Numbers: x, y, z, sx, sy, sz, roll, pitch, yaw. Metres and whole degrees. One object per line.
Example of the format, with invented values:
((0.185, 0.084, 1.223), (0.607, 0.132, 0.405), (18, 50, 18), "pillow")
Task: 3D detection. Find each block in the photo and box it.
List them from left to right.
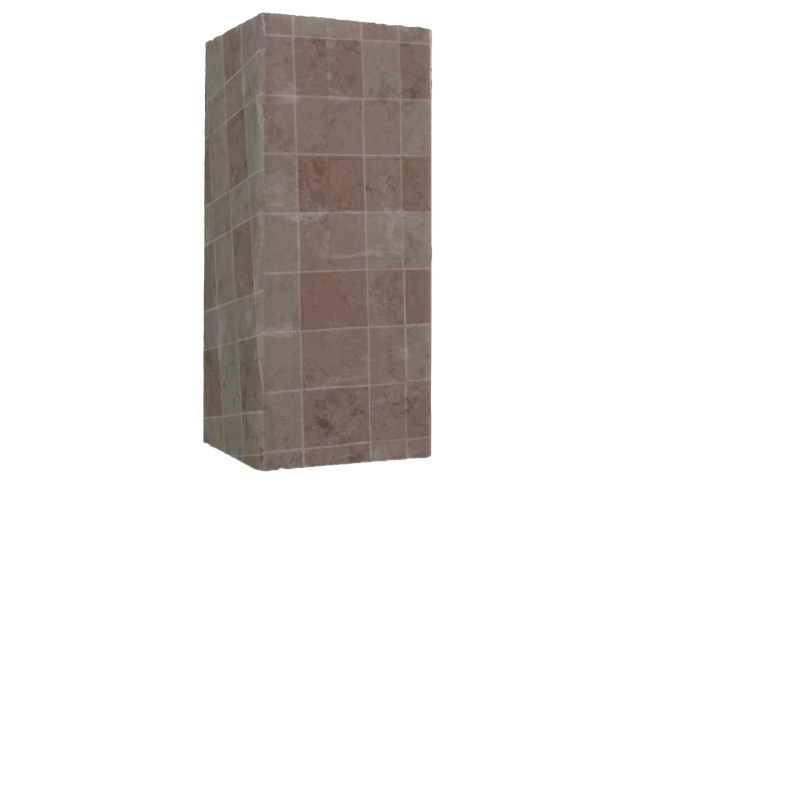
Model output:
((-0.043, -0.079, 0.553), (0.088, 0.206, 0.093), (0, 1, -26), "block")
